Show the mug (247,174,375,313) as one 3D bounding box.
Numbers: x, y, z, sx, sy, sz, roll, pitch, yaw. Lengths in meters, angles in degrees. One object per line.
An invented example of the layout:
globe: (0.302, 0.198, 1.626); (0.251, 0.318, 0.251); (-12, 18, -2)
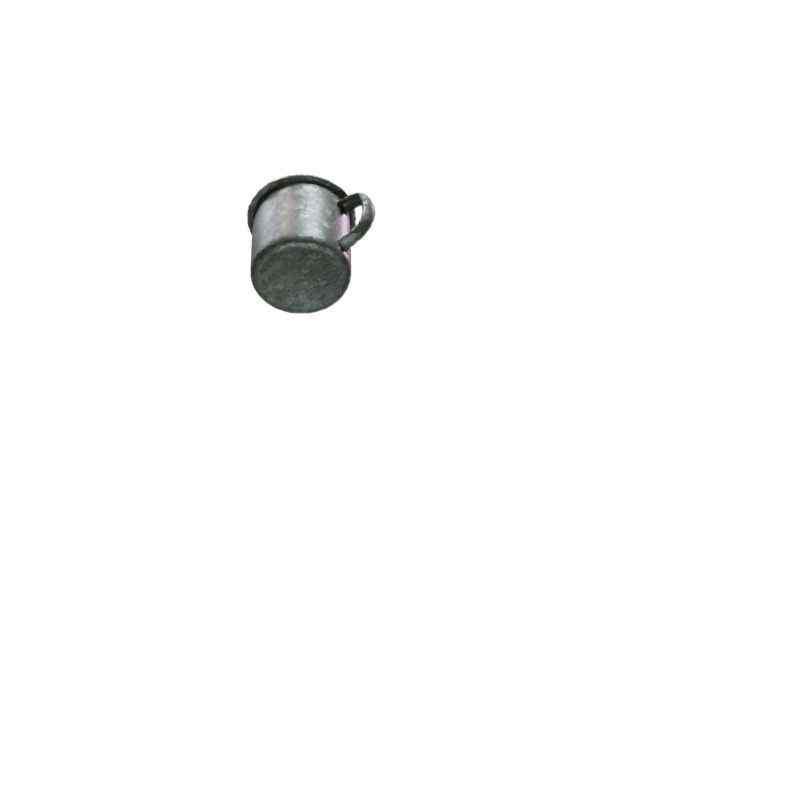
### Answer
mug: (-0.071, -0.130, 0.911); (0.117, 0.087, 0.086); (-24, -51, 19)
